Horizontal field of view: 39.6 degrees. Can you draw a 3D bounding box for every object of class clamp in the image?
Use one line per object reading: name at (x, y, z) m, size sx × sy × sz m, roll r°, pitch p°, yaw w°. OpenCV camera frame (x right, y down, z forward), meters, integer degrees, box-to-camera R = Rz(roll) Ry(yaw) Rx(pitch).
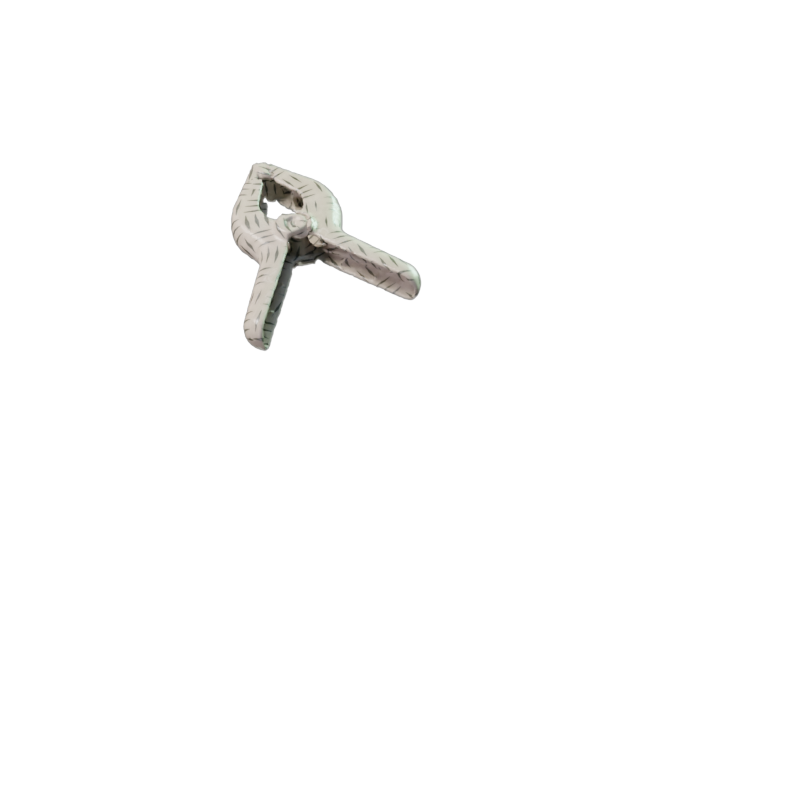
clamp at (-0.060, -0.110, 0.769) m, size 0.119 × 0.186 × 0.036 m, roll -10°, pitch -42°, yaw -9°
